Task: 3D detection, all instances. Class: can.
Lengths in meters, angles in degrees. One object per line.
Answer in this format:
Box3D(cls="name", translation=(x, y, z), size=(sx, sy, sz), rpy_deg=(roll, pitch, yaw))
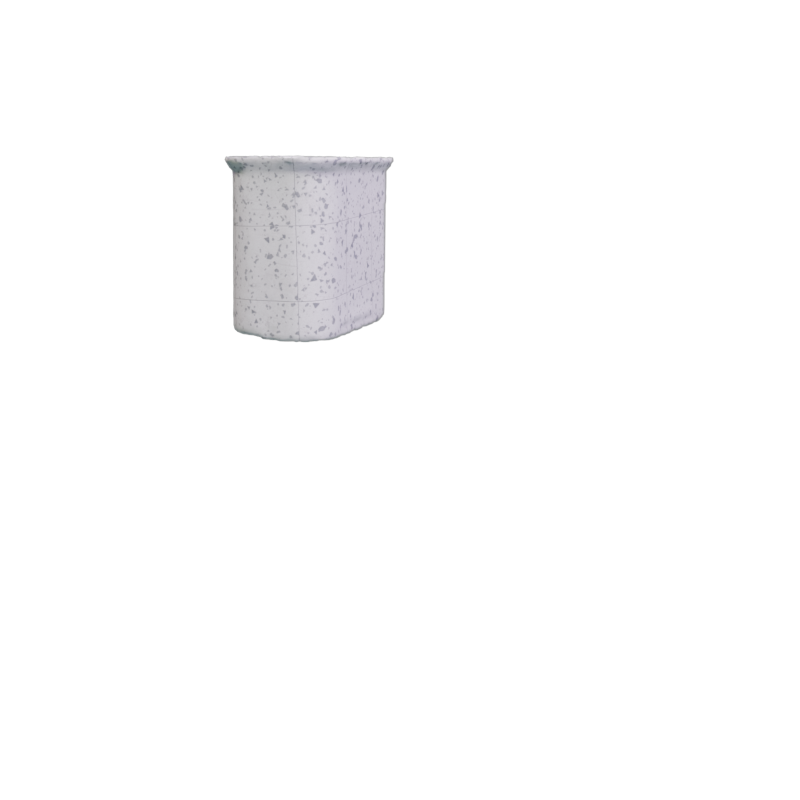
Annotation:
Box3D(cls="can", translation=(-0.042, -0.077, 0.541), size=(0.059, 0.082, 0.101), rpy_deg=(3, 10, 20))
